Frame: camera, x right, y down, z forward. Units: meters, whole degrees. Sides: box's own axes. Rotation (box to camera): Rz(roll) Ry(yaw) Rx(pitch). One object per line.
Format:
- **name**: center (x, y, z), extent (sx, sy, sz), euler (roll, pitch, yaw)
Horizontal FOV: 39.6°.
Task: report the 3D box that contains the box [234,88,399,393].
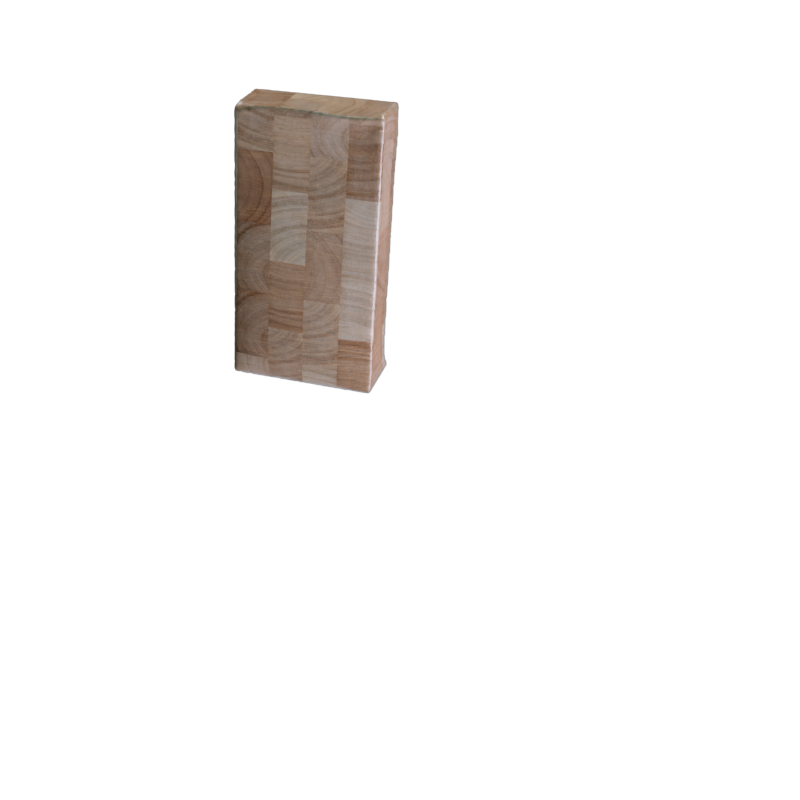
- **box**: center (-0.053, -0.096, 0.676), extent (0.095, 0.167, 0.049), euler (9, 26, 14)
